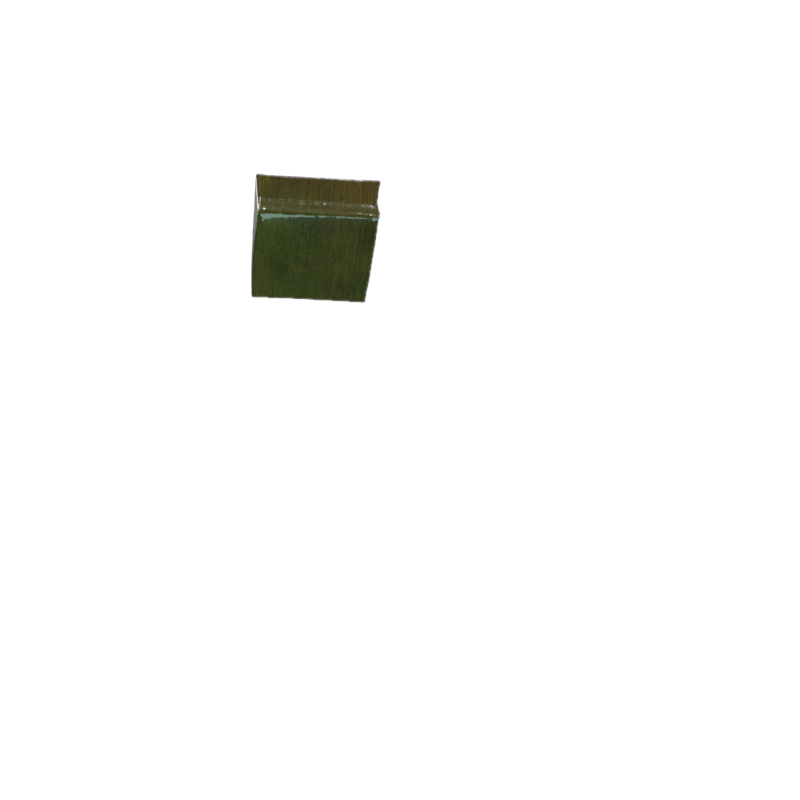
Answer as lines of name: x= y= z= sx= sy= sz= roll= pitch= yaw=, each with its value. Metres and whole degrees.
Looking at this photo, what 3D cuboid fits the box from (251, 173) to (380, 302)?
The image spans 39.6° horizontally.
box: x=-0.064 y=-0.117 z=0.819 sx=0.089 sy=0.041 sz=0.107 roll=3 pitch=-29 yaw=-6
